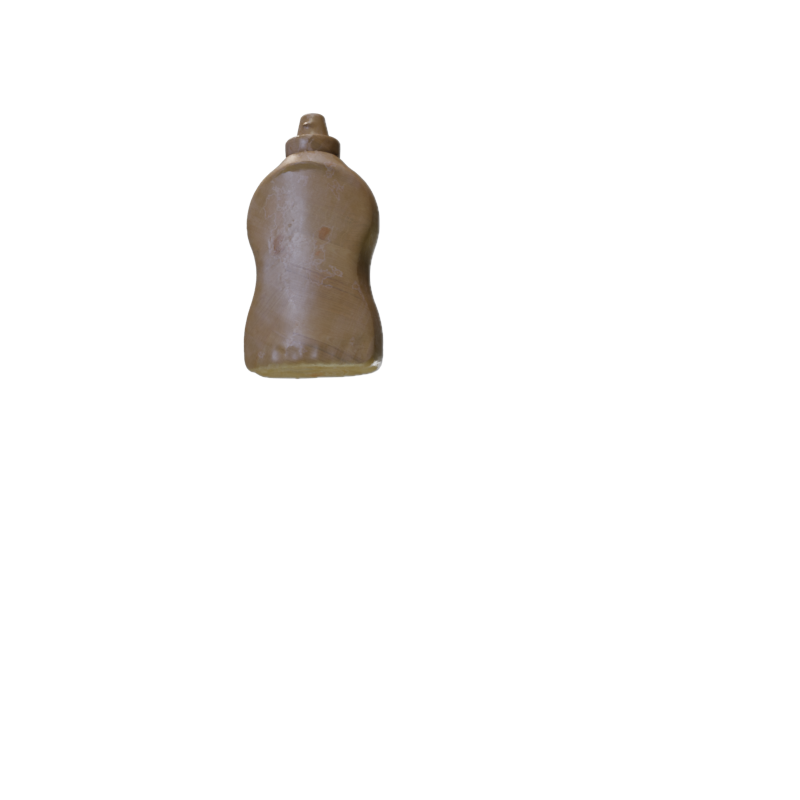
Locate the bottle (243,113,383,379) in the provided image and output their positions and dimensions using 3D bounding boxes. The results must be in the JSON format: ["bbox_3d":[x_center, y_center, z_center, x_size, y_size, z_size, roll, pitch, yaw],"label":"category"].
[{"bbox_3d":[-0.063,-0.114,0.800,0.098,0.198,0.055,-5,-15,16],"label":"bottle"}]
